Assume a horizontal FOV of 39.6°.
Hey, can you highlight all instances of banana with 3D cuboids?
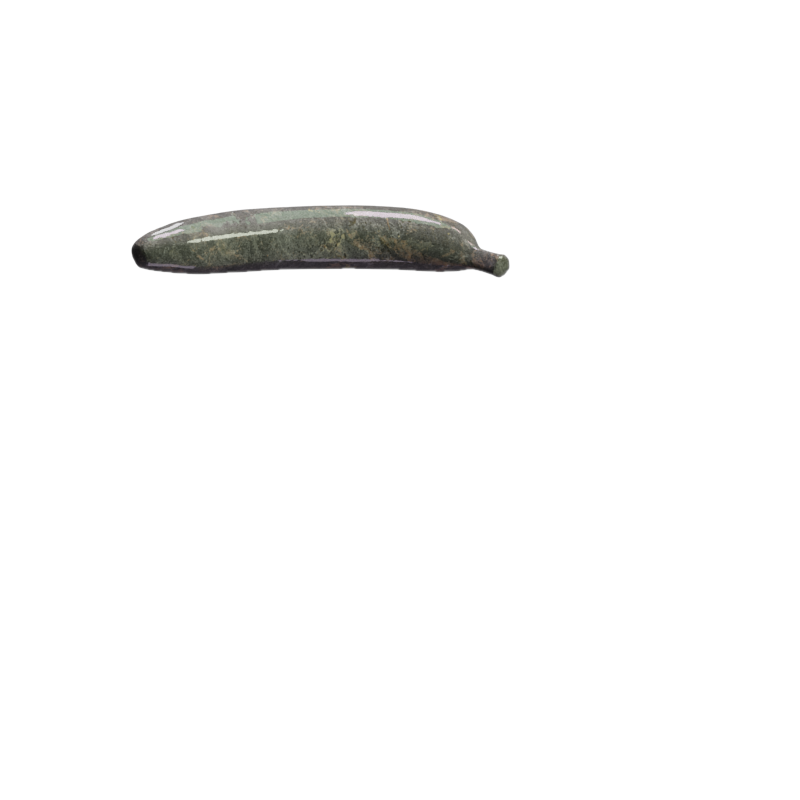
[{"bbox_3d":[-0.045,-0.088,0.607,0.197,0.036,0.071,-1,10,-3],"label":"banana"}]
